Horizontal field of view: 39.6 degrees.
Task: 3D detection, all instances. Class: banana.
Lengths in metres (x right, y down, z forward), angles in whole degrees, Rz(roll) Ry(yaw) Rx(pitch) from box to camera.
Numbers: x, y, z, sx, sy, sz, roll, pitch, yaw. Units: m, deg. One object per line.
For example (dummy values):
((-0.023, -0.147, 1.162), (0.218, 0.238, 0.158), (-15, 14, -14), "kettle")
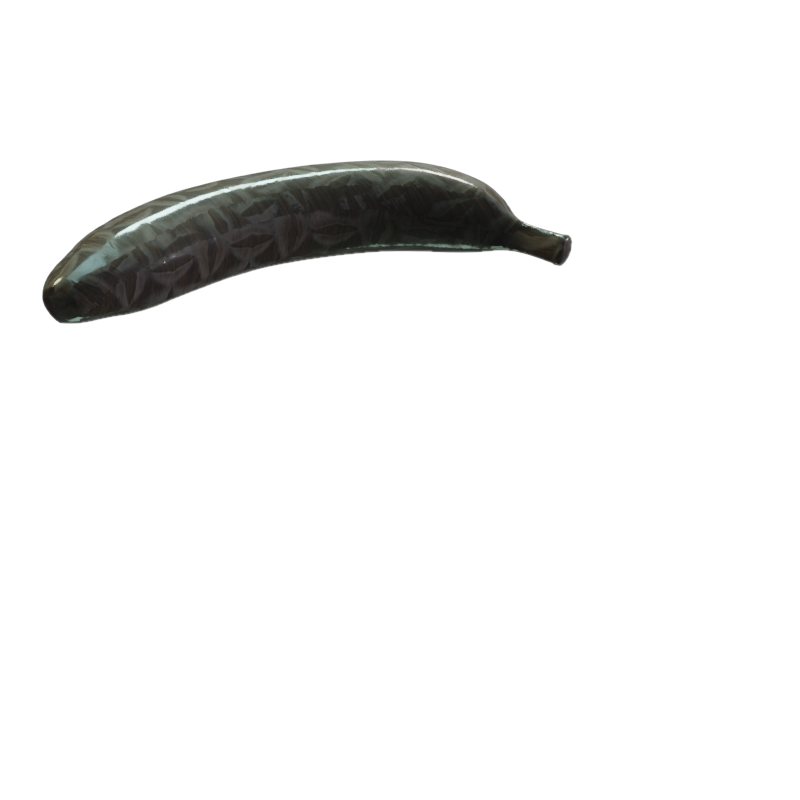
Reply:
((-0.036, -0.063, 0.403), (0.194, 0.035, 0.074), (-11, 25, -24), "banana")
